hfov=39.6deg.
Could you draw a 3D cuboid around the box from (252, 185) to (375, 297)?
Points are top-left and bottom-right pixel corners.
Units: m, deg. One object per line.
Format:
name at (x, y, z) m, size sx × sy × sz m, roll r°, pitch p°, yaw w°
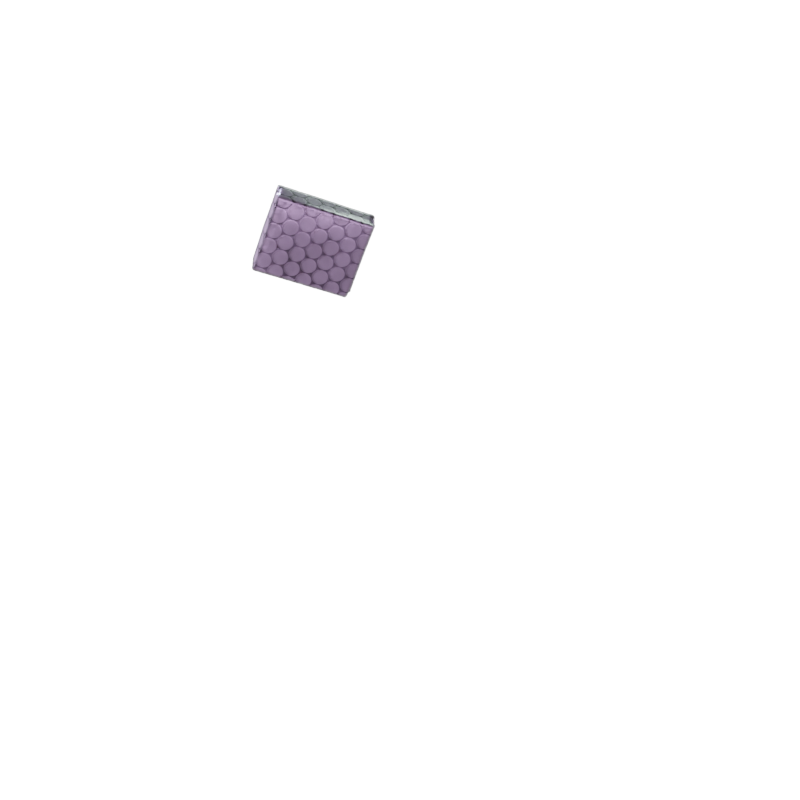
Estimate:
box at (-0.075, -0.136, 0.954) m, size 0.088 × 0.070 × 0.032 m, roll 17°, pitch 26°, yaw -9°
